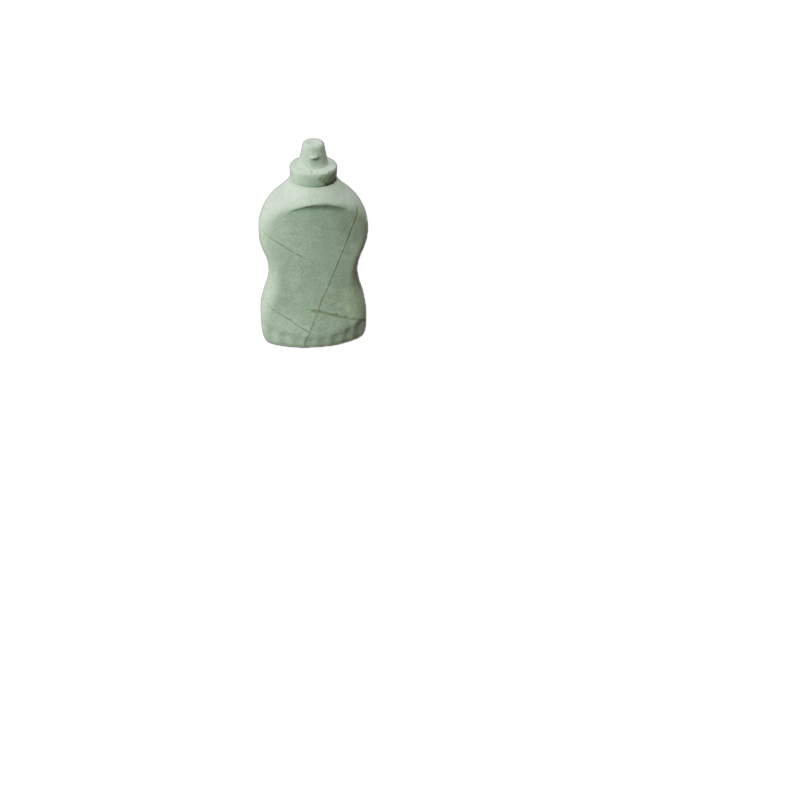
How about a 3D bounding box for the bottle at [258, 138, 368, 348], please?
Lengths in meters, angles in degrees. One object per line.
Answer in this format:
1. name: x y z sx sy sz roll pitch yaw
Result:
1. bottle: -0.077 -0.140 0.980 0.095 0.180 0.062 -1 30 -6
